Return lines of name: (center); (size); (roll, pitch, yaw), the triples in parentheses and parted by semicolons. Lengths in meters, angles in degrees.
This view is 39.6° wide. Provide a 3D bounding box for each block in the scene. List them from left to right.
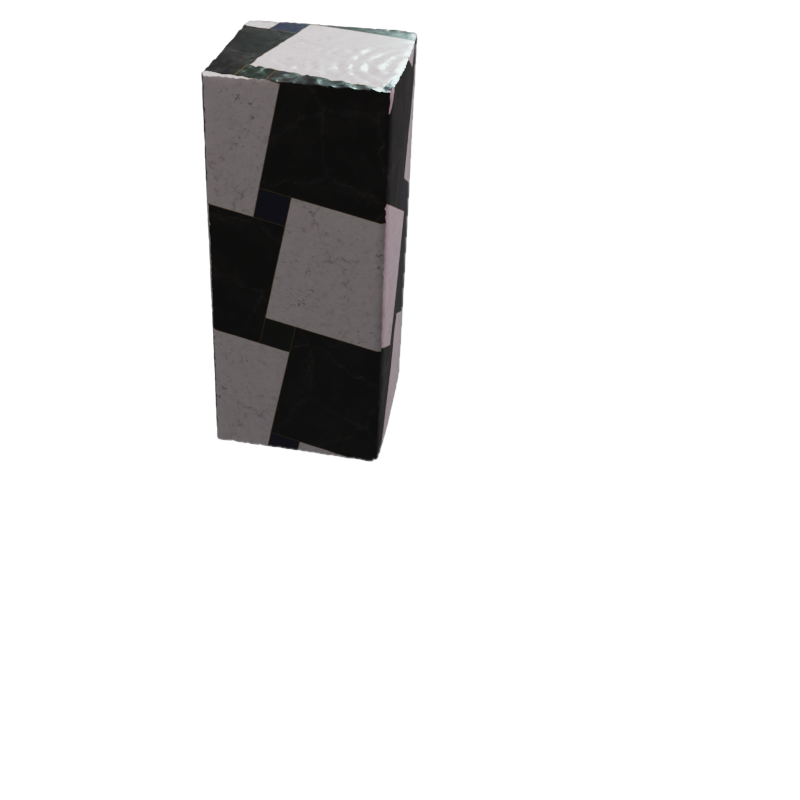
block: (-0.045, -0.083, 0.578); (0.092, 0.194, 0.094); (7, 31, 8)
